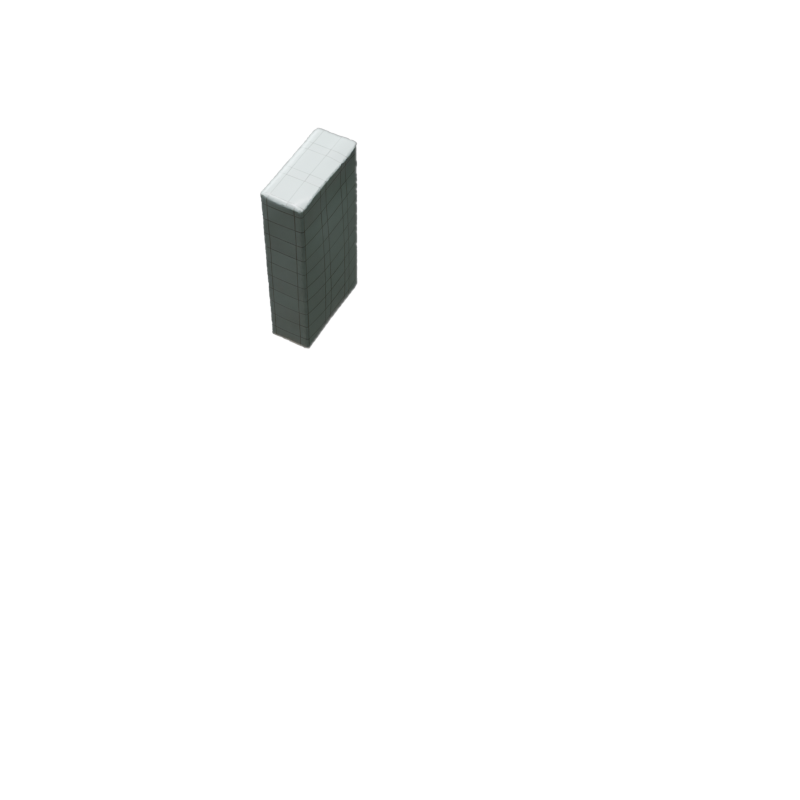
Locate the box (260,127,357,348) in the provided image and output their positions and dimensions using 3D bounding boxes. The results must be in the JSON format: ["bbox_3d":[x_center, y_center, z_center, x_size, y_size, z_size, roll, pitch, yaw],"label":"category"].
[{"bbox_3d":[-0.074,-0.135,0.946,0.050,0.096,0.164,24,-35,14],"label":"box"}]
